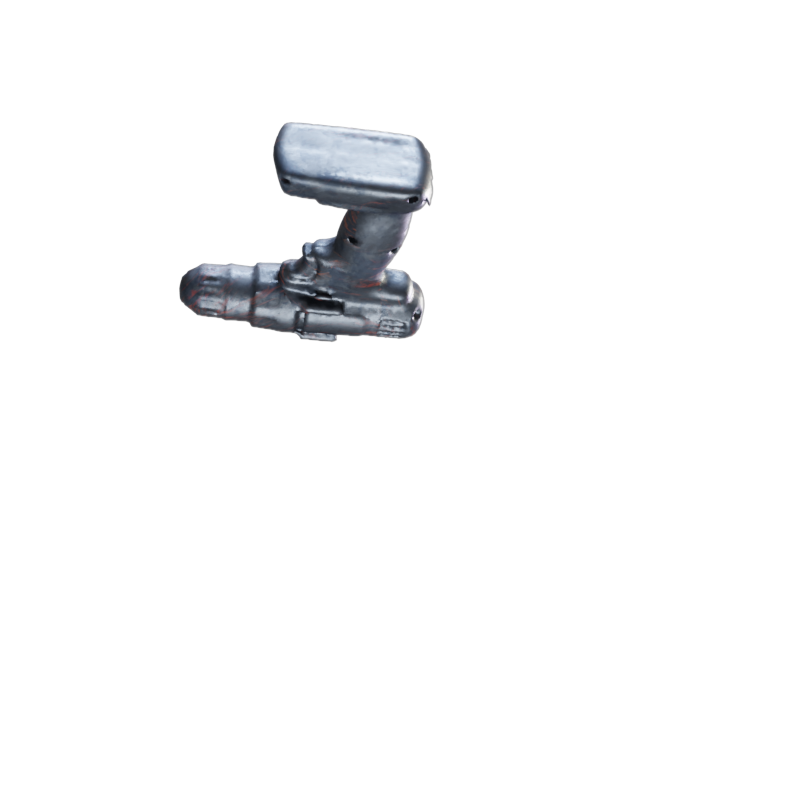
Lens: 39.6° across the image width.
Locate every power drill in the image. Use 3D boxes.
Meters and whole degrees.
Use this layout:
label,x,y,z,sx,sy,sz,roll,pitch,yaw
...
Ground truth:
label,x,y,z,sx,sy,sz,roll,pitch,yaw
power drill,-0.061,-0.112,0.785,0.182,0.061,0.177,5,-33,-8
